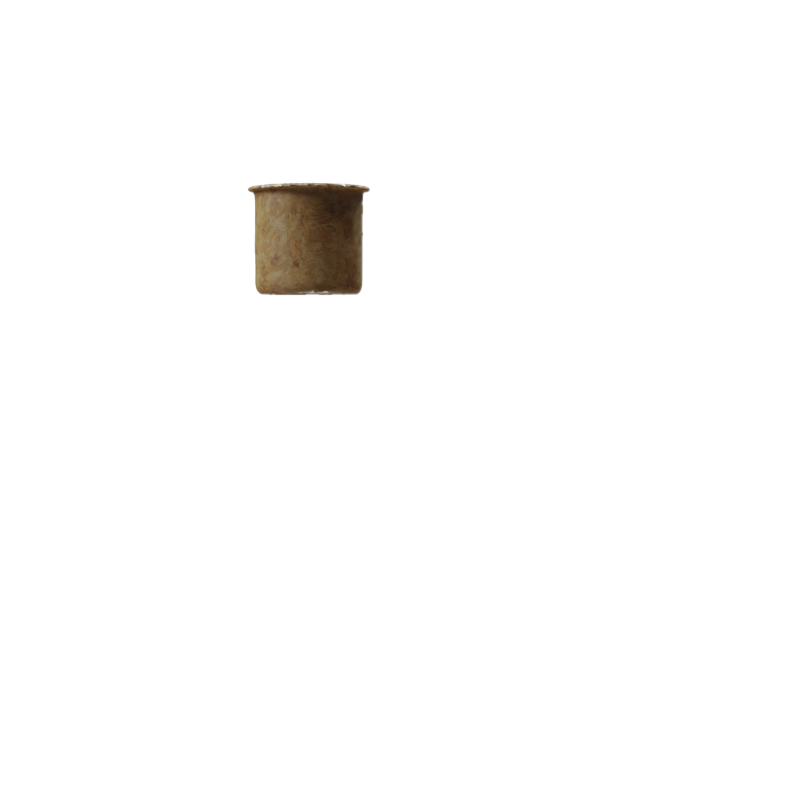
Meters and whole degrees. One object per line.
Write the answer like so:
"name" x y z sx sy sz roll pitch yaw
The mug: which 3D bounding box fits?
"mug" -0.067 -0.122 0.854 0.095 0.081 0.115 1 3 13
